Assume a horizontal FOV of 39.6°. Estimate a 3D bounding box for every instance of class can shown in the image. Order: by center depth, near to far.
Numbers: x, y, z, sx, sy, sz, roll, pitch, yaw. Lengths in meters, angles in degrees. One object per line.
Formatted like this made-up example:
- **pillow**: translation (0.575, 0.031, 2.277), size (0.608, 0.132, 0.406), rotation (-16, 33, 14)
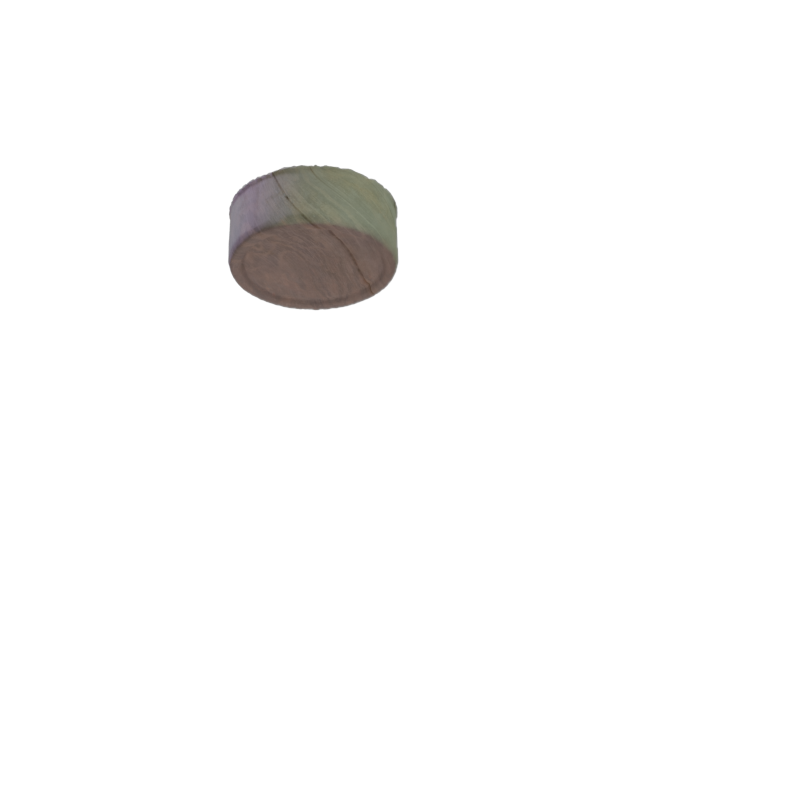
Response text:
- **can**: translation (-0.044, -0.079, 0.556), size (0.086, 0.036, 0.081), rotation (1, -27, -2)
